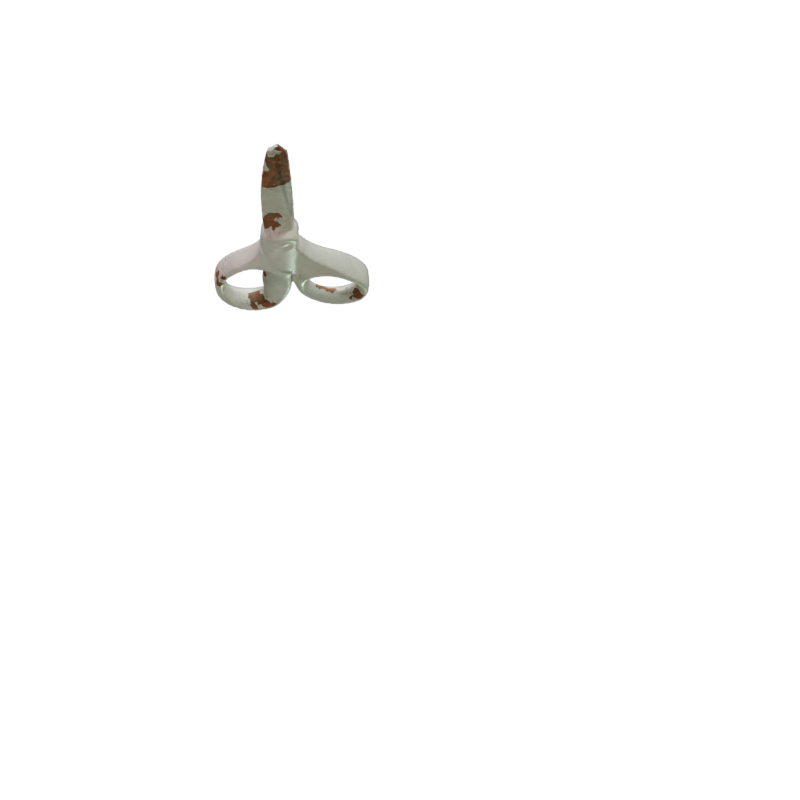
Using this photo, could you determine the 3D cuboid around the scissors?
[{"bbox_3d":[-0.045,-0.081,0.571,0.094,0.016,0.198,5,-15,-19],"label":"scissors"}]
